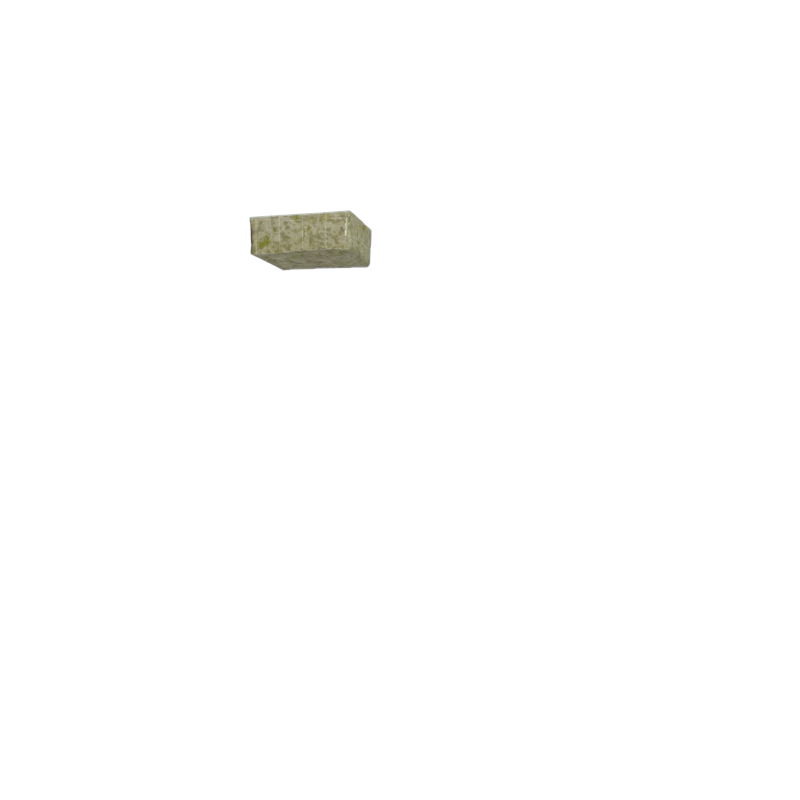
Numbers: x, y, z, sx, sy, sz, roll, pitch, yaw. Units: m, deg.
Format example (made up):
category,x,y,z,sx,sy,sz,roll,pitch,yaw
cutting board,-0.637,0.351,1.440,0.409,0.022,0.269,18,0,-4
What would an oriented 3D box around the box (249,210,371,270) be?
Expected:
category,x,y,z,sx,sy,sz,roll,pitch,yaw
box,-0.078,-0.142,0.996,0.091,0.040,0.110,-1,-3,10
